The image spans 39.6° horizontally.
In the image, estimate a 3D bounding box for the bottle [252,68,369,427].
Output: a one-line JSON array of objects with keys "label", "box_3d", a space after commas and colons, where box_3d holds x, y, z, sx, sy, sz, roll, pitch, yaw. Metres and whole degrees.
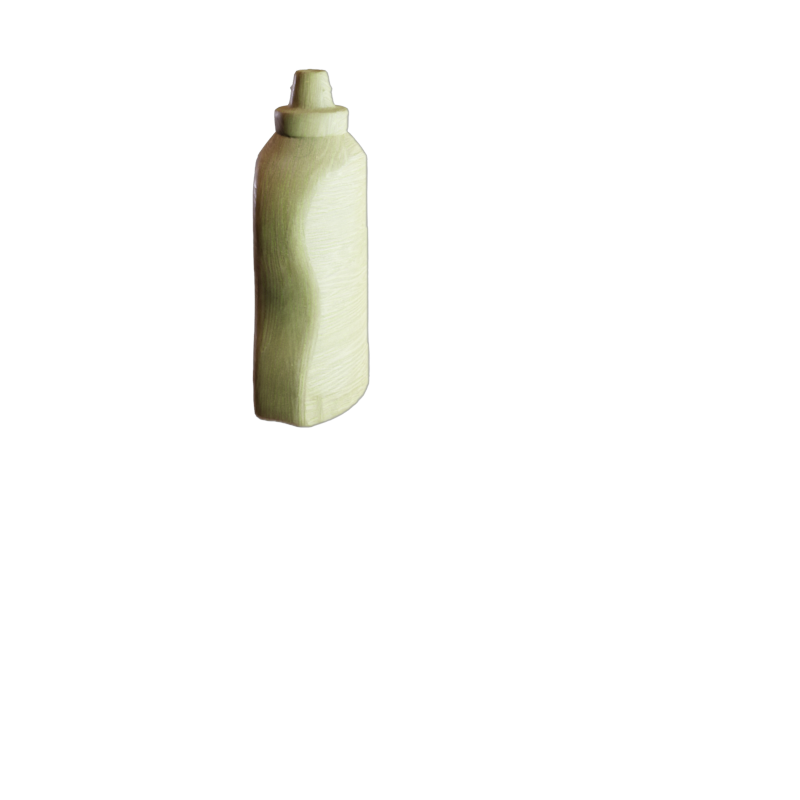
[{"label": "bottle", "box_3d": [-0.049, -0.089, 0.625, 0.060, 0.185, 0.096, 8, 18, 22]}]
